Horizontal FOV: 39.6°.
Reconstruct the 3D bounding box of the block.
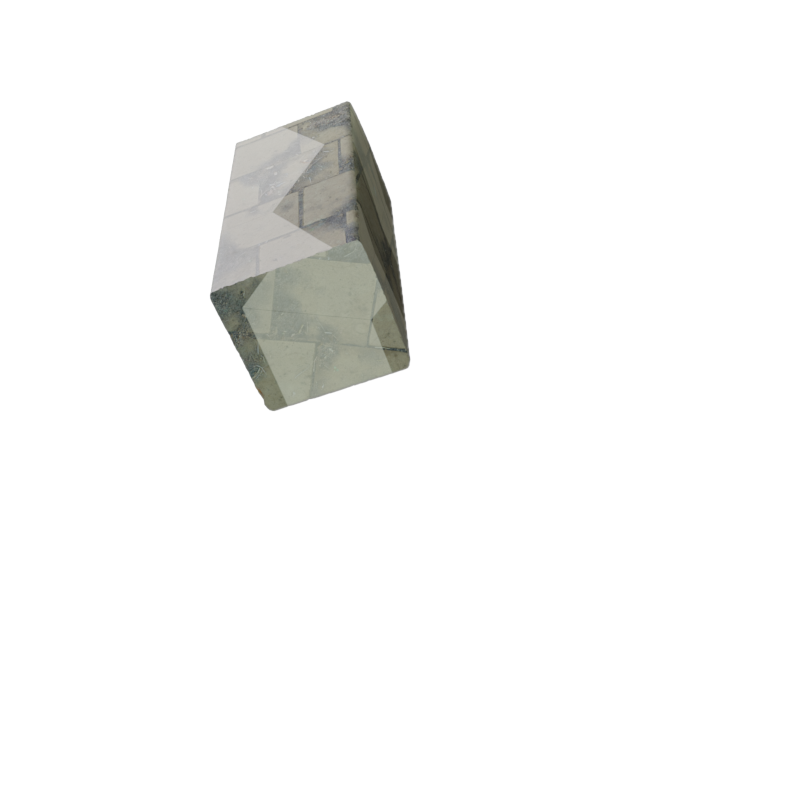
[{"bbox_3d":[-0.055,-0.100,0.703,0.091,0.084,0.220,-19,33,9],"label":"block"}]
